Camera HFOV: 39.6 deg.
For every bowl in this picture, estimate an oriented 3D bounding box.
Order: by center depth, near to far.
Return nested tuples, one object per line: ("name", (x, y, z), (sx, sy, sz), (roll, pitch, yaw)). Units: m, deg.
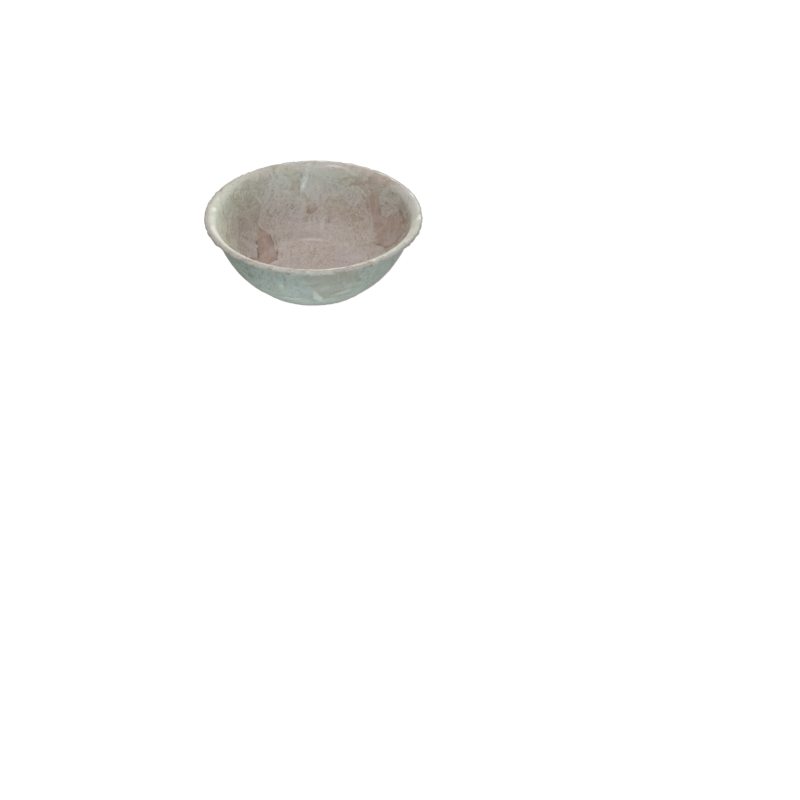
("bowl", (-0.065, -0.119, 0.832), (0.162, 0.051, 0.173), (-1, 38, -2))
